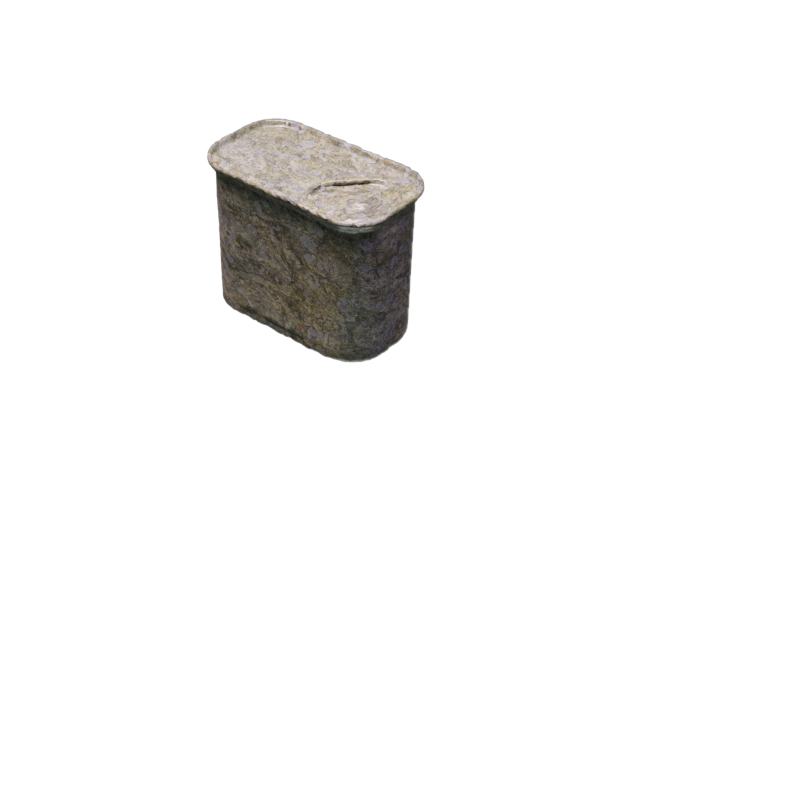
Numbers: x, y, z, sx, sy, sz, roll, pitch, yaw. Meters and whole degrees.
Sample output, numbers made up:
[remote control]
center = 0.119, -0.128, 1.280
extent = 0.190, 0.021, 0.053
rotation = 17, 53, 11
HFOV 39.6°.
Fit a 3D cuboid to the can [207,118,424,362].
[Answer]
[can]
center = -0.041, -0.075, 0.529
extent = 0.108, 0.078, 0.058
rotation = 28, 45, 29
